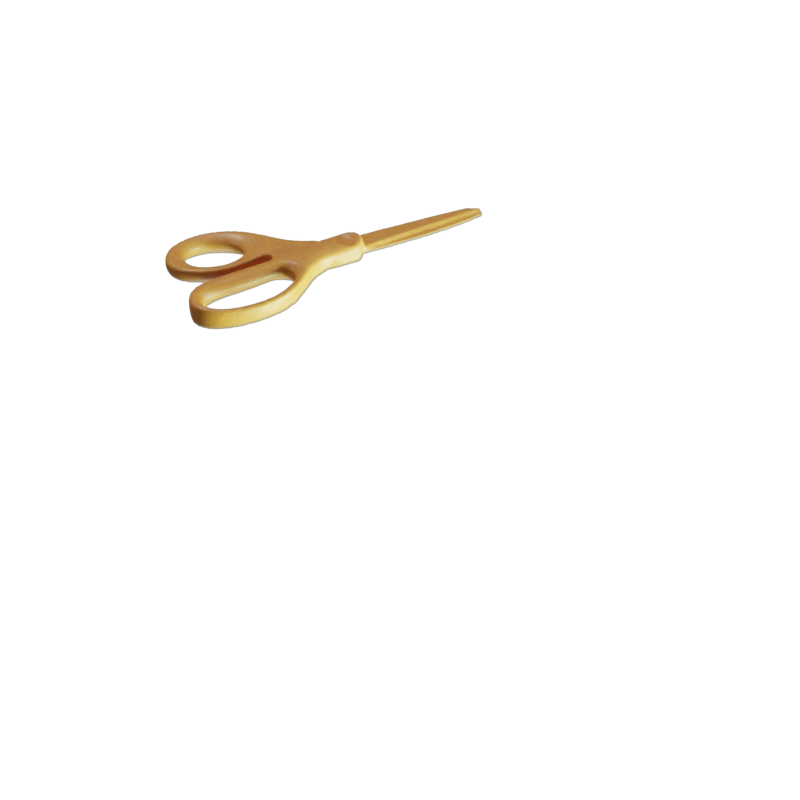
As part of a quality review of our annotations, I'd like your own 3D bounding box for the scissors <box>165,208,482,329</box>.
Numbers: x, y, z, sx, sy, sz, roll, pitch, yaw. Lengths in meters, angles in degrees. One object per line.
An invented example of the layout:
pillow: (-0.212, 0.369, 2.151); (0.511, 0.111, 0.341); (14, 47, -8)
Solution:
scissors: (-0.051, -0.093, 0.653); (0.102, 0.015, 0.202); (28, 43, 34)
